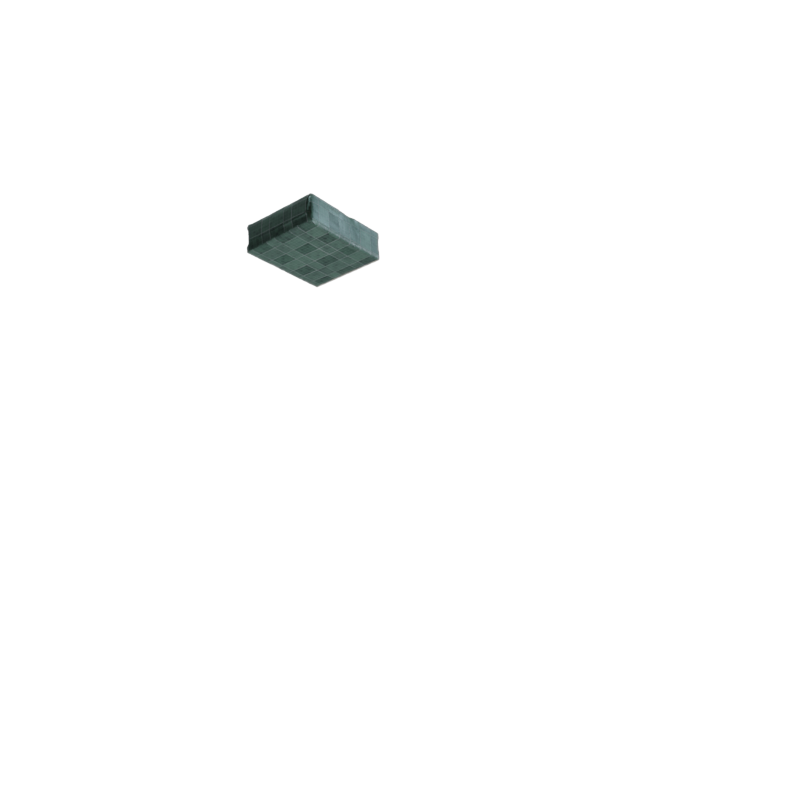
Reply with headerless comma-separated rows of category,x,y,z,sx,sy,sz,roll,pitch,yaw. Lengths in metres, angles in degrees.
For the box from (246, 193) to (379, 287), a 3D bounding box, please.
box,-0.073,-0.133,0.931,0.074,0.032,0.083,-21,-33,37
